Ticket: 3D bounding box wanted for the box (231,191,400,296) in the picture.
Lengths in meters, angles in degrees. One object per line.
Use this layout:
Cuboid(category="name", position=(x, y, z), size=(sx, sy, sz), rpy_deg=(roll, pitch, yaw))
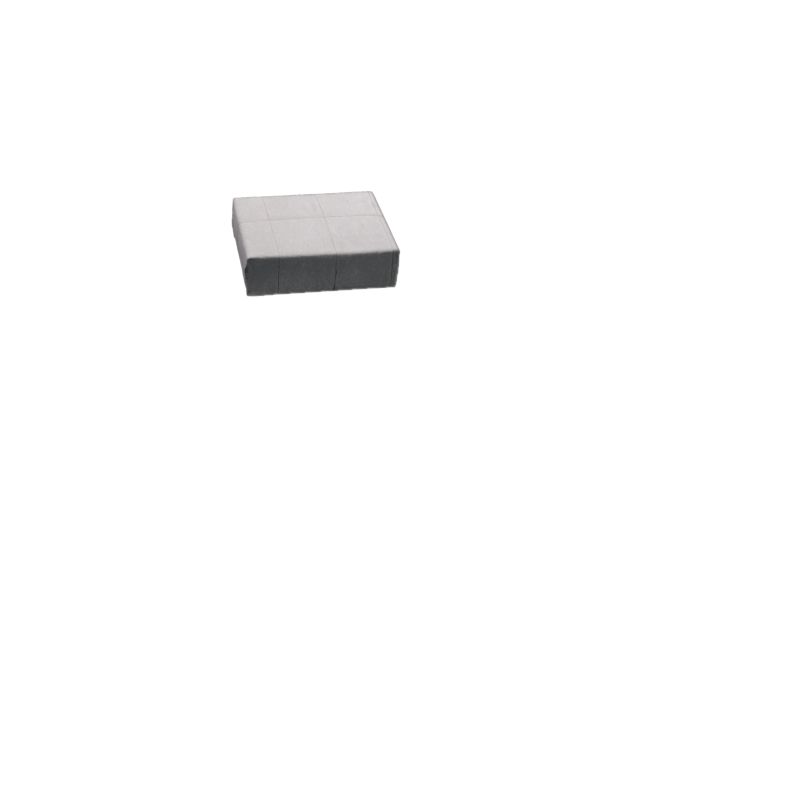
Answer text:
Cuboid(category="box", position=(-0.064, -0.118, 0.823), size=(0.112, 0.036, 0.097), rpy_deg=(-7, 36, -10))
